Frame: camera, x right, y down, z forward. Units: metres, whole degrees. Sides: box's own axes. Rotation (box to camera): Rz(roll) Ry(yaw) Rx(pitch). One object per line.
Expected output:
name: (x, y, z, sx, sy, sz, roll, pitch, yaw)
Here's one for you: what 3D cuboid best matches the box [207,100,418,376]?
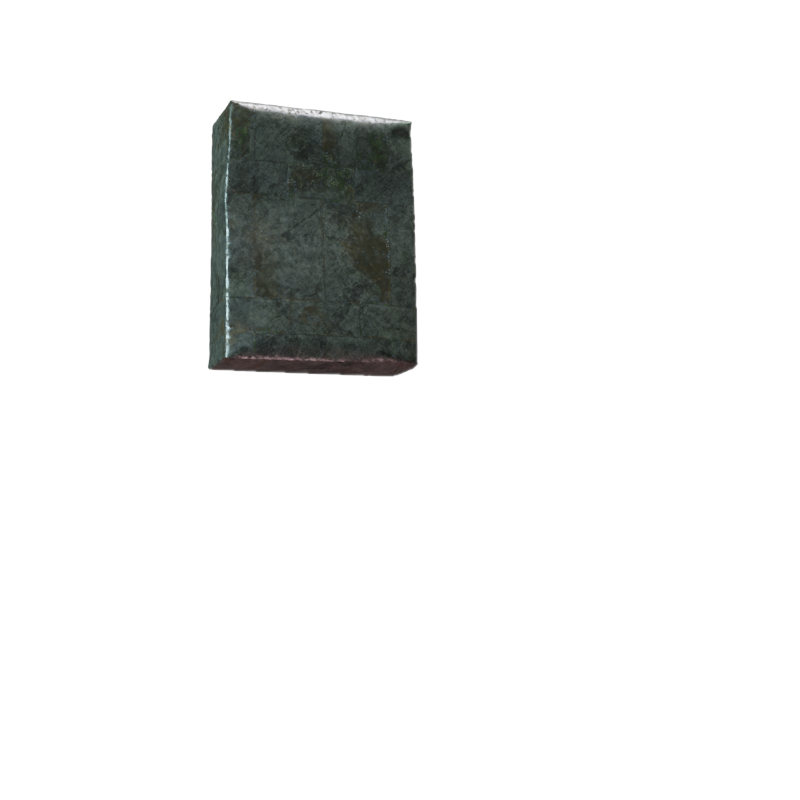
box: (-0.072, -0.131, 0.916, 0.160, 0.221, 0.071, 3, -14, -18)
